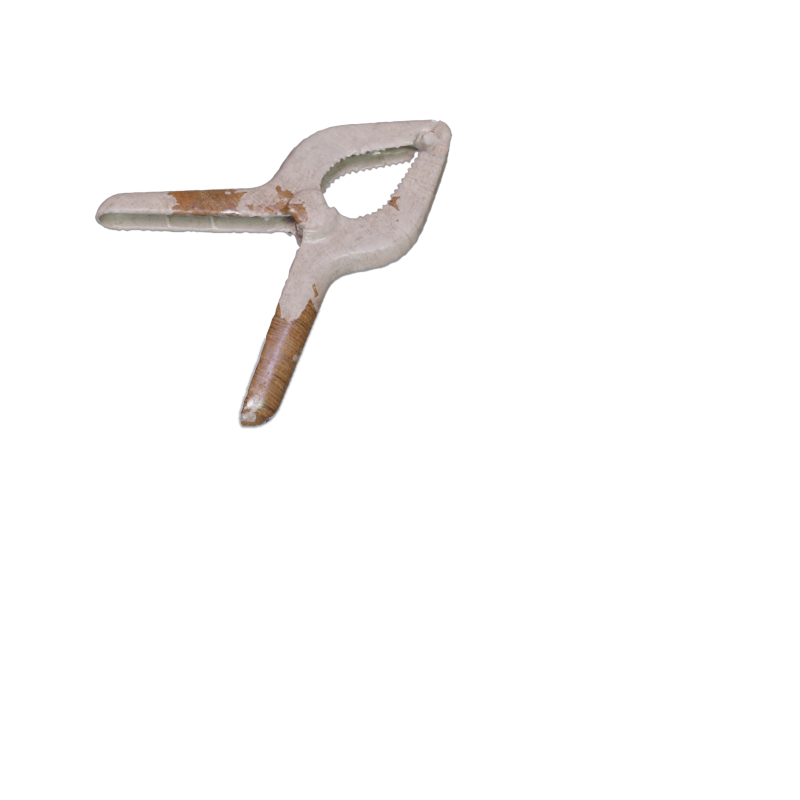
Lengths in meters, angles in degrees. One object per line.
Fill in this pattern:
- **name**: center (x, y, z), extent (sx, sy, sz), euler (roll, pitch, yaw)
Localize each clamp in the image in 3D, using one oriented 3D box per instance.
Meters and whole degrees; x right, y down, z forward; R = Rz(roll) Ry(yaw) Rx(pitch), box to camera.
- **clamp**: center (-0.050, -0.092, 0.645), extent (0.210, 0.174, 0.034), euler (-28, -20, -11)
